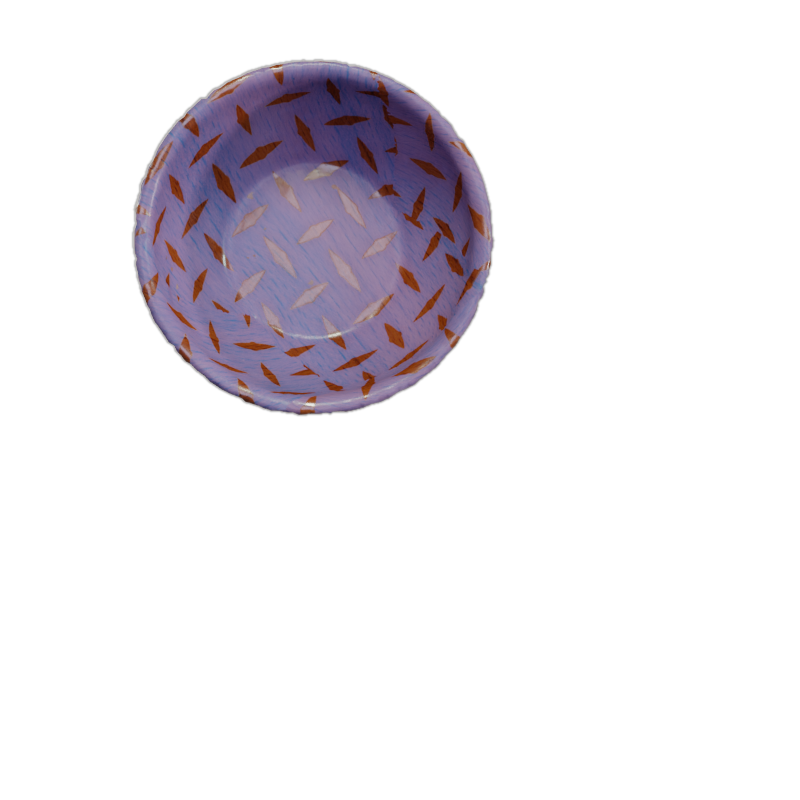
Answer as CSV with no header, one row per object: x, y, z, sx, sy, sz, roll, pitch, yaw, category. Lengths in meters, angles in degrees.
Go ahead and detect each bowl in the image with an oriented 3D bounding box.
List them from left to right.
-0.041,-0.075,0.523,0.162,0.165,0.054,0,-7,0,bowl
